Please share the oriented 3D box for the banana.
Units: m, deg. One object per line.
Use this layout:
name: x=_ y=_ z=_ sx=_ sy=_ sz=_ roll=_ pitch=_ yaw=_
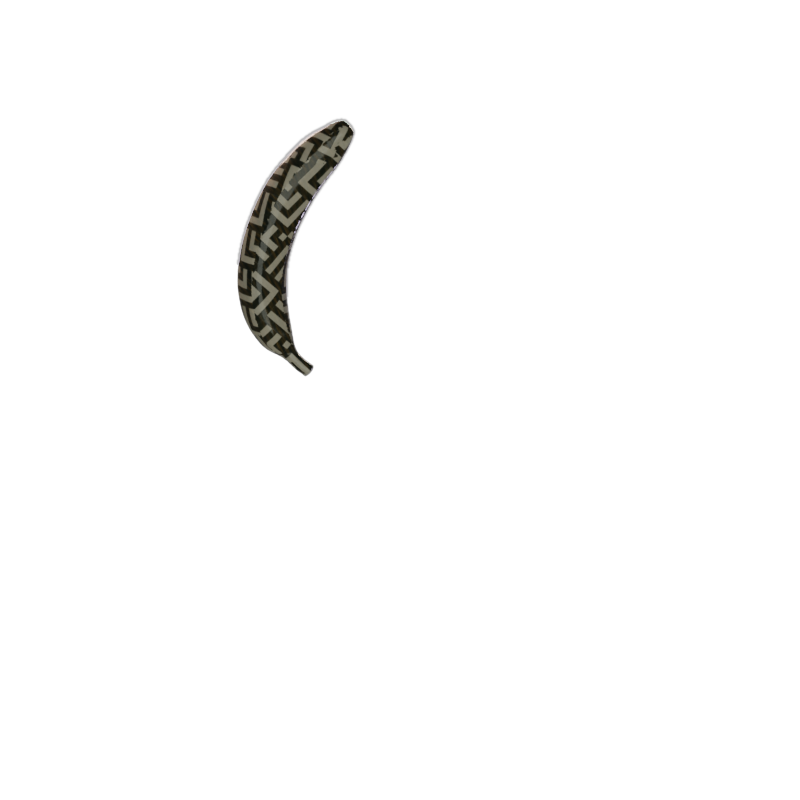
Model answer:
banana: x=-0.084 y=-0.118 z=0.833 sx=0.069 sy=0.191 sz=0.038 roll=10 pitch=17 yaw=-4
